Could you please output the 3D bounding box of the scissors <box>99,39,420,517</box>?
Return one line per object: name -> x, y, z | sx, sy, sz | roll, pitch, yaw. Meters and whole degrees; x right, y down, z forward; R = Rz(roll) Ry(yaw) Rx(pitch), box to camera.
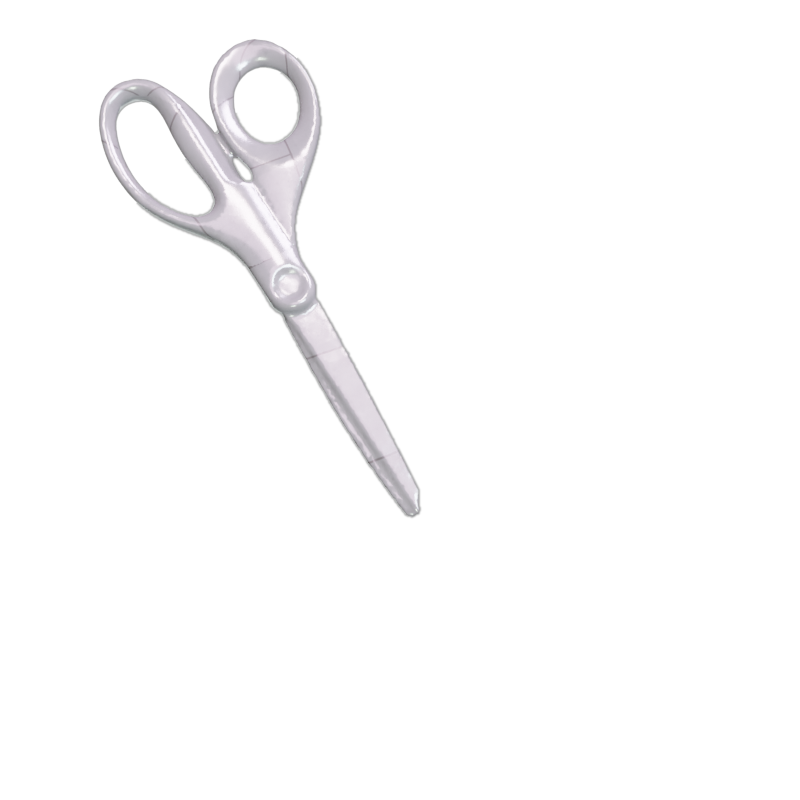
scissors -> -0.034, -0.062, 0.433 | 0.097, 0.207, 0.015 | -43, -10, -10
